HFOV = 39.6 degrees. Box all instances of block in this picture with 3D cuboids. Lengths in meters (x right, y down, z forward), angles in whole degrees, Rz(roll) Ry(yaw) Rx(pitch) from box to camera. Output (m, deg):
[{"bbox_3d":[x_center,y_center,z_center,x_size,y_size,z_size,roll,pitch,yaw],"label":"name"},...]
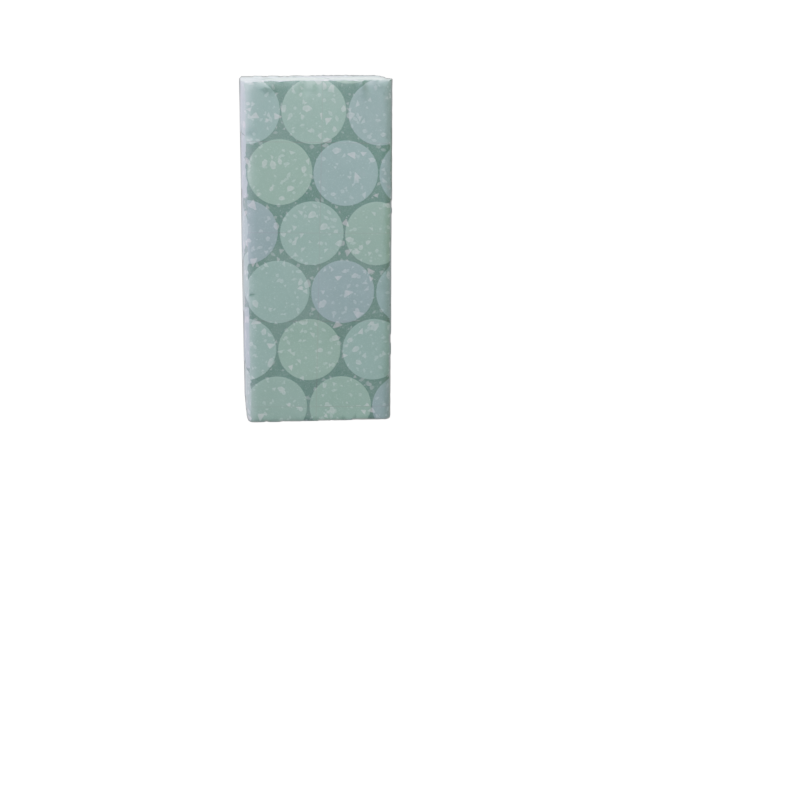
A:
[{"bbox_3d":[-0.055,-0.100,0.698,0.090,0.201,0.093,-1,12,-6],"label":"block"}]
